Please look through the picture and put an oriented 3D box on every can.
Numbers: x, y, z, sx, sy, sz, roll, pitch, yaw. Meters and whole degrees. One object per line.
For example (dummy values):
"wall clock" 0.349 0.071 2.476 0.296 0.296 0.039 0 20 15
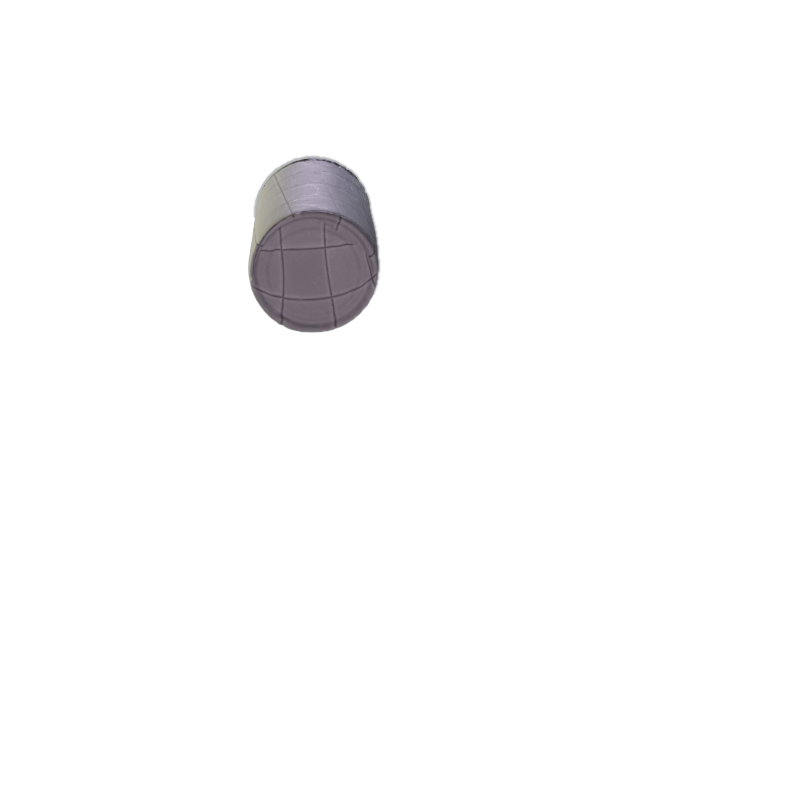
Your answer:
"can" -0.047 -0.086 0.603 0.068 0.065 0.108 0 25 -3
